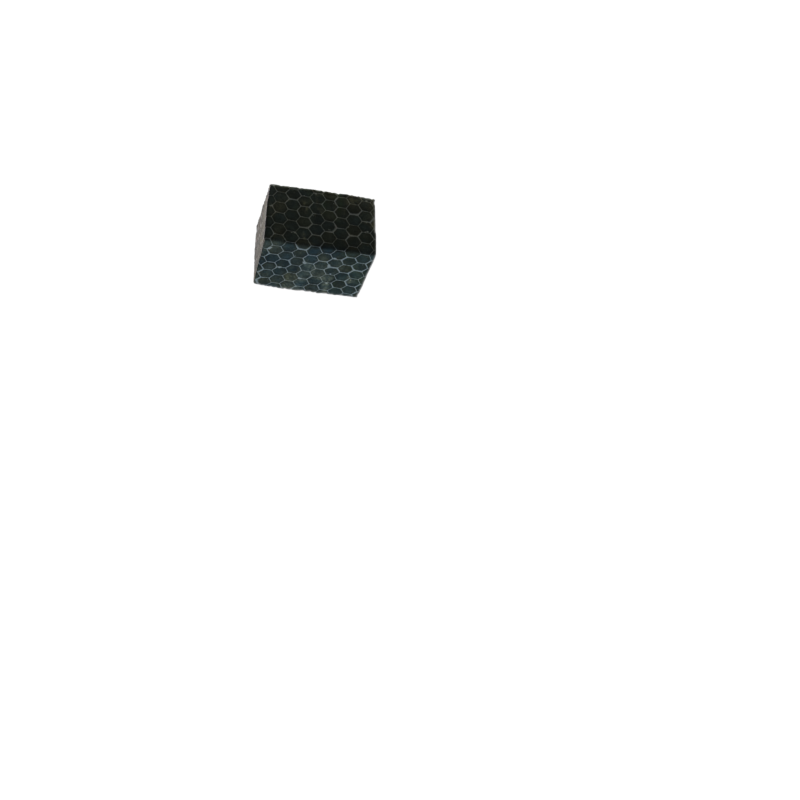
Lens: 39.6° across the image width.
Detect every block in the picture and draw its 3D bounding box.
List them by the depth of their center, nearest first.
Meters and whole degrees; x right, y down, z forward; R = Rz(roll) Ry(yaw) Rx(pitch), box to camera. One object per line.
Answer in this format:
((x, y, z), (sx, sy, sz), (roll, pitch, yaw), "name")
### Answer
((-0.061, -0.110, 0.773), (0.076, 0.055, 0.050), (7, -35, -12), "block")
